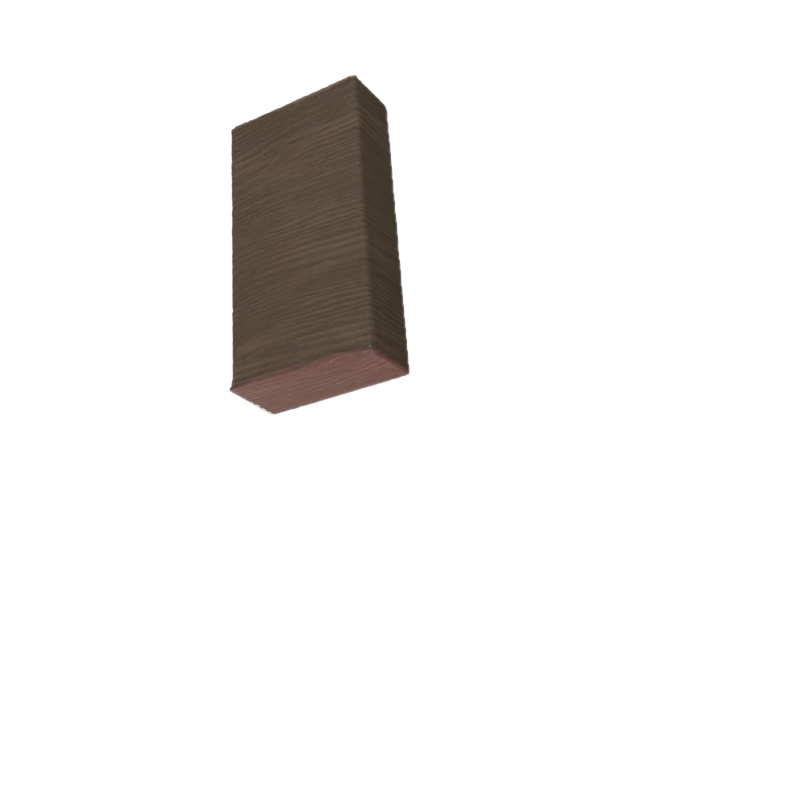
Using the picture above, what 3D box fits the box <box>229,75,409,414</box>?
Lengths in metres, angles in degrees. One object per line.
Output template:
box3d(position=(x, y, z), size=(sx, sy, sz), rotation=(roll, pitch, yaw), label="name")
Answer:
box3d(position=(-0.049, -0.089, 0.626), size=(0.094, 0.188, 0.045), rotation=(-18, -33, 26), label="box")
